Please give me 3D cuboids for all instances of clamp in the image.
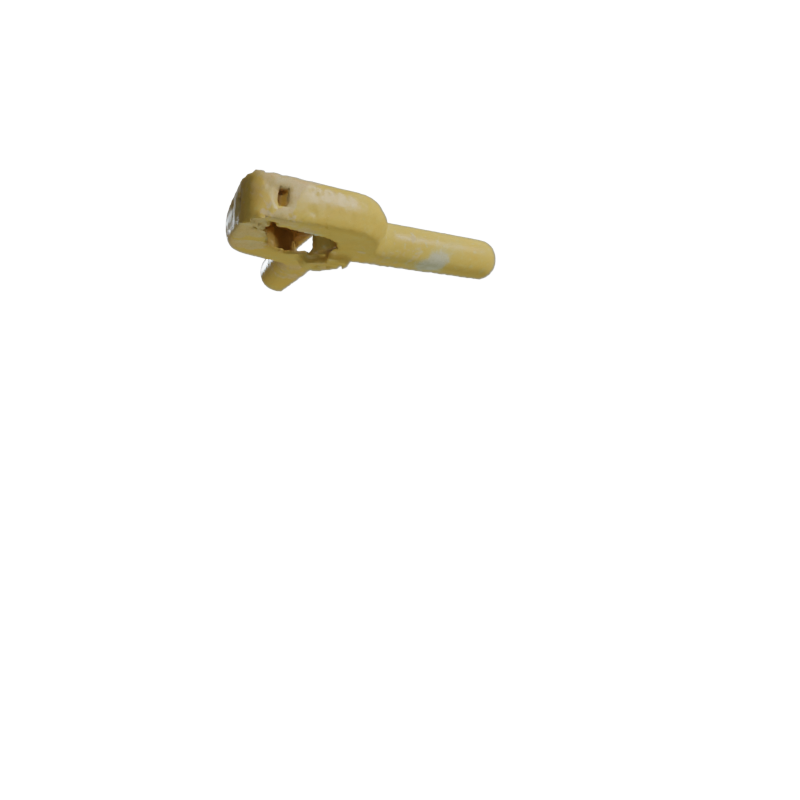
[{"bbox_3d":[-0.053,-0.097,0.678,0.169,0.037,0.200,-3,-7,27],"label":"clamp"}]
